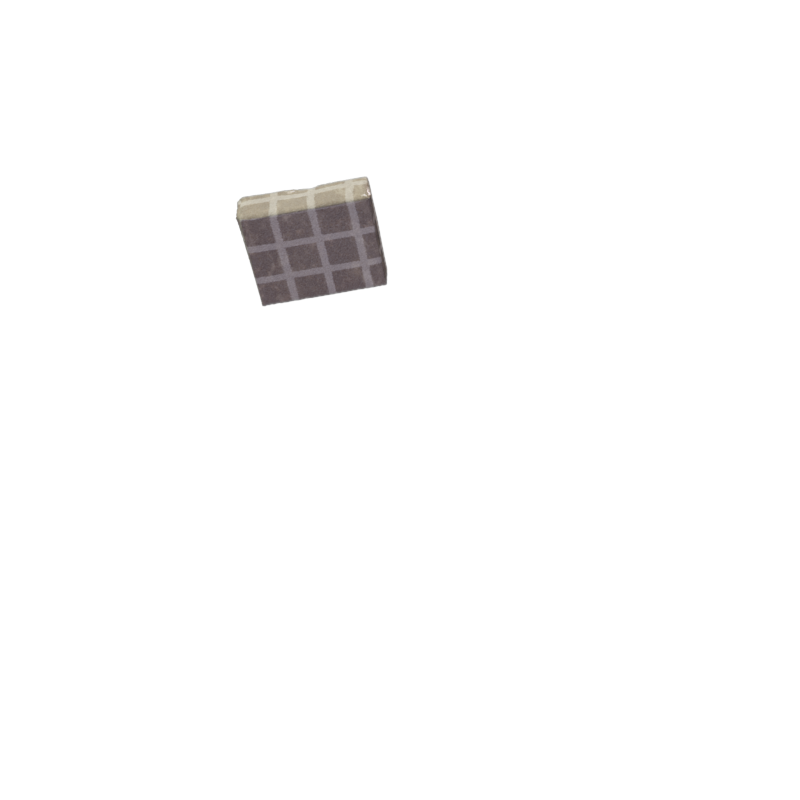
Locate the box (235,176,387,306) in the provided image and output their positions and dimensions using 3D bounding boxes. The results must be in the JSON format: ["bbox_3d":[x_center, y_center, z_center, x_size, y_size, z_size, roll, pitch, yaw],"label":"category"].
[{"bbox_3d":[-0.058,-0.105,0.739,0.090,0.068,0.032,-8,38,6],"label":"box"}]
